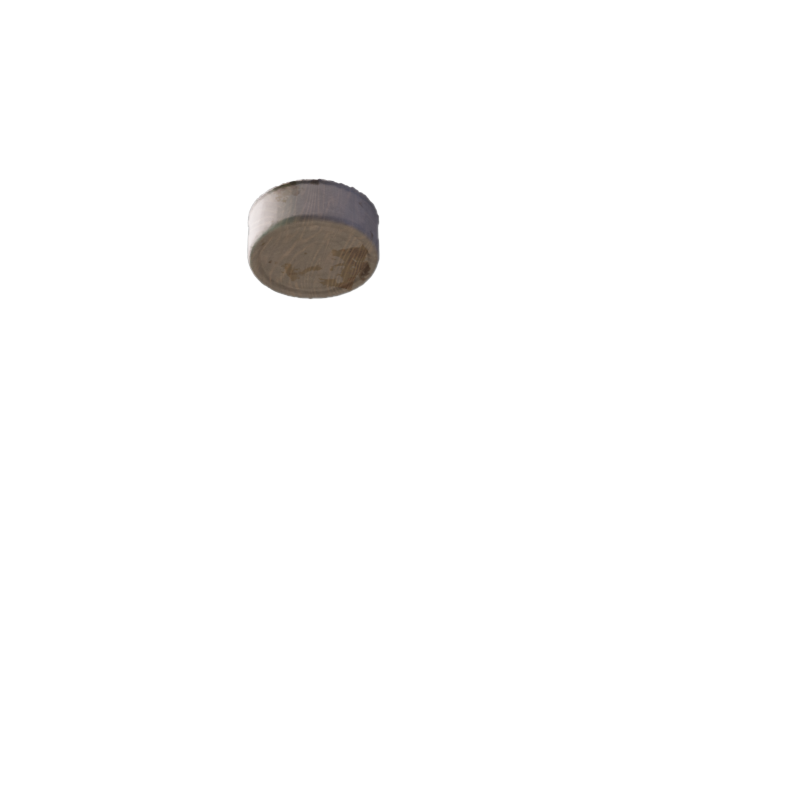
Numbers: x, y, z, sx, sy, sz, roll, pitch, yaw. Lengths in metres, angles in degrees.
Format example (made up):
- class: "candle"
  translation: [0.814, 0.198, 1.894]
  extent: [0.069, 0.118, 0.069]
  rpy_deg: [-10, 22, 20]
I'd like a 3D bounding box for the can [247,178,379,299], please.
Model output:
- class: "can"
  translation: [-0.056, -0.102, 0.713]
  extent: [0.086, 0.036, 0.080]
  rpy_deg: [1, -33, -2]
